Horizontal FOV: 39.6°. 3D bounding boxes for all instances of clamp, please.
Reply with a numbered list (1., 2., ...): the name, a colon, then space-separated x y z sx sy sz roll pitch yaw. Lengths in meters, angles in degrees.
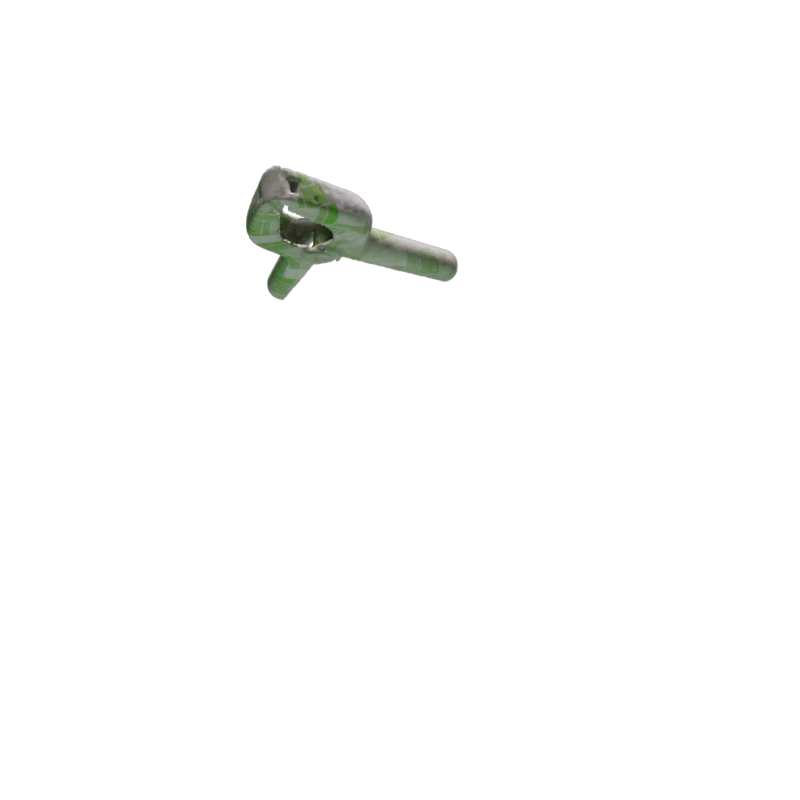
1. clamp: -0.067 -0.122 0.855 0.168 0.038 0.197 -7 -17 25
